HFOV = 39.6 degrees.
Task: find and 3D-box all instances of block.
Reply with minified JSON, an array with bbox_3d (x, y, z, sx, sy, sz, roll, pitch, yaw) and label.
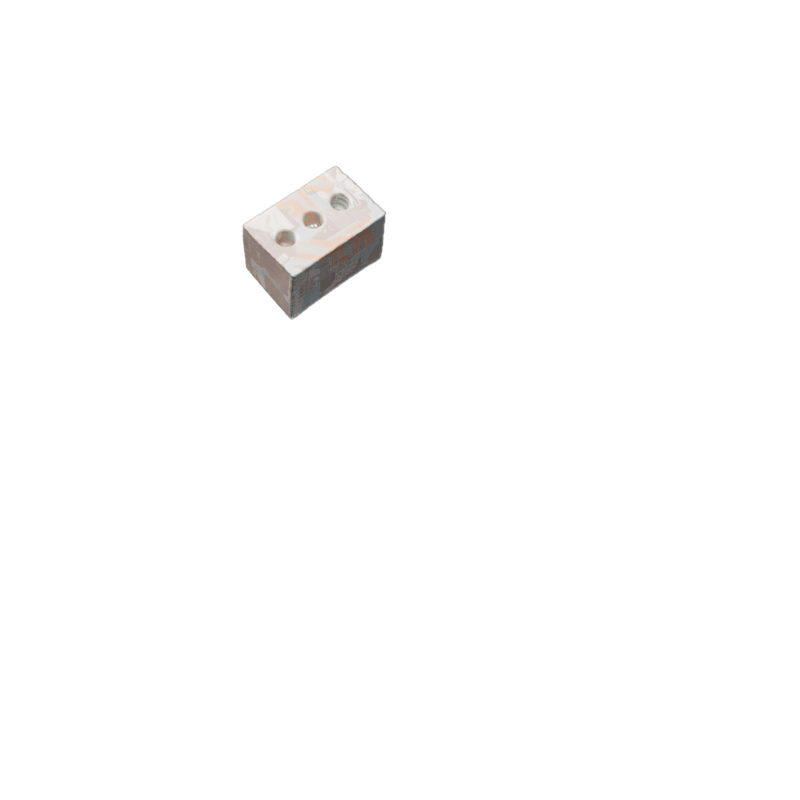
[{"bbox_3d":[-0.056,-0.102,0.712,0.078,0.056,0.048,-37,-22,-20],"label":"block"}]
